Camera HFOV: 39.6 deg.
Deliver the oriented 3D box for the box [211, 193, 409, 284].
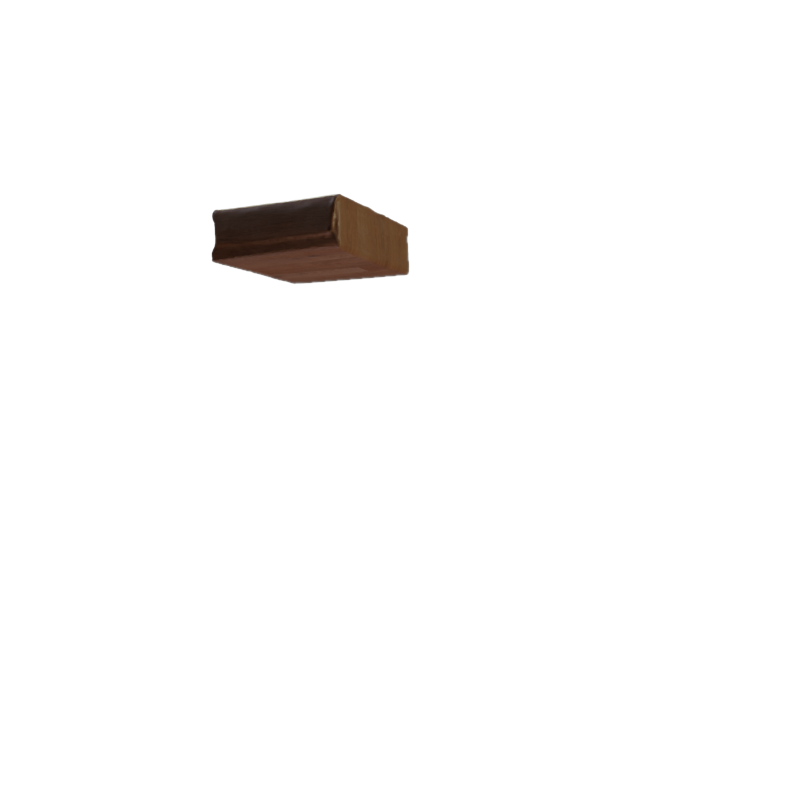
[{"bbox_3d":[-0.046,-0.083,0.584,0.075,0.031,0.085,-3,-5,26],"label":"box"}]
